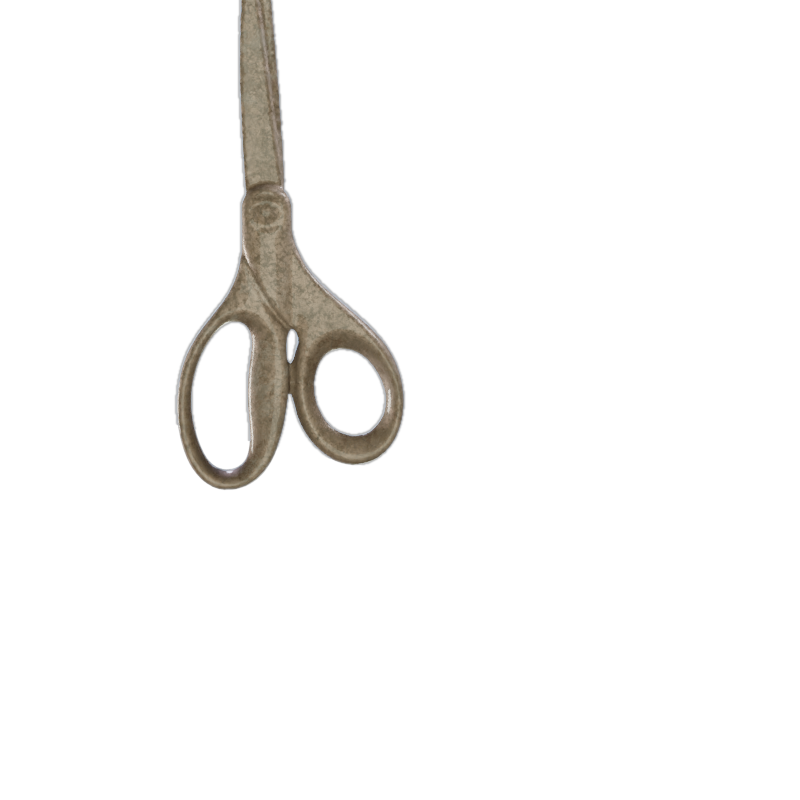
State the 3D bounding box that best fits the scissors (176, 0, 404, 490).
[{"bbox_3d":[-0.033,-0.060,0.420,0.096,0.199,0.016,13,6,-2],"label":"scissors"}]
